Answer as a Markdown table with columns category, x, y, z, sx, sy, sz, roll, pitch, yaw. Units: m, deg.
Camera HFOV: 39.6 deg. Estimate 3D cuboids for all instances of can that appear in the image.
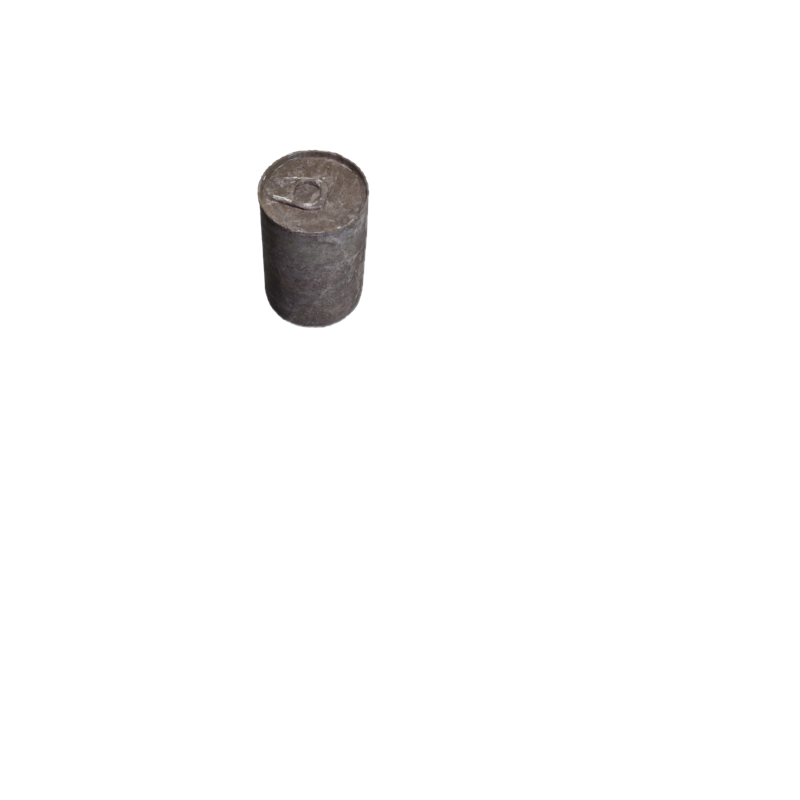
| category | x | y | z | sx | sy | sz | roll | pitch | yaw |
| --- | --- | --- | --- | --- | --- | --- | --- | --- | --- |
| can | -0.056 | -0.101 | 0.710 | 0.068 | 0.073 | 0.096 | 0 | -34 | -3 |
